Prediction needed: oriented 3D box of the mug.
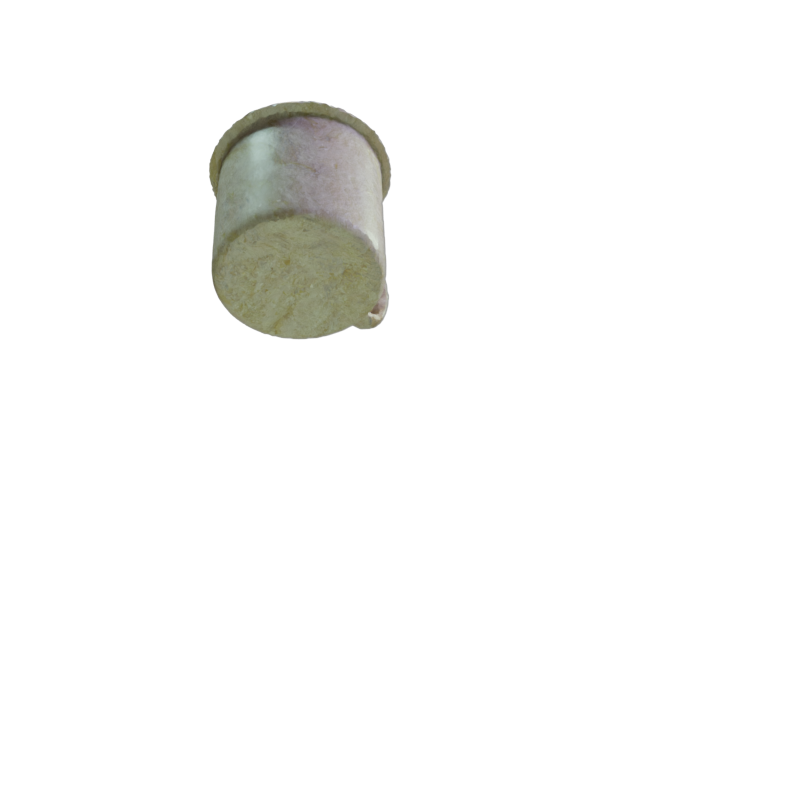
[{"bbox_3d":[-0.043,-0.078,0.545,0.093,0.087,0.109,-25,-49,22],"label":"mug"}]
